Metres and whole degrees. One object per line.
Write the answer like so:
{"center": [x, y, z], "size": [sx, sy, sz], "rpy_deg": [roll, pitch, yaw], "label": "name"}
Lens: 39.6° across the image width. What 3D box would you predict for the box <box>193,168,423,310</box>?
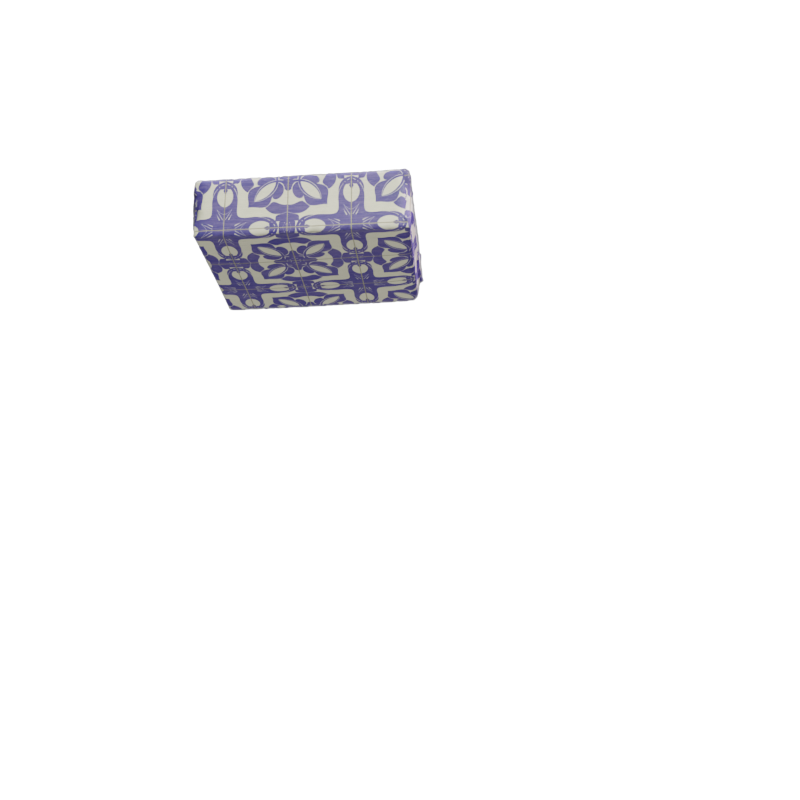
{"center": [-0.037, -0.067, 0.472], "size": [0.090, 0.032, 0.069], "rpy_deg": [-2, -21, 6], "label": "box"}
